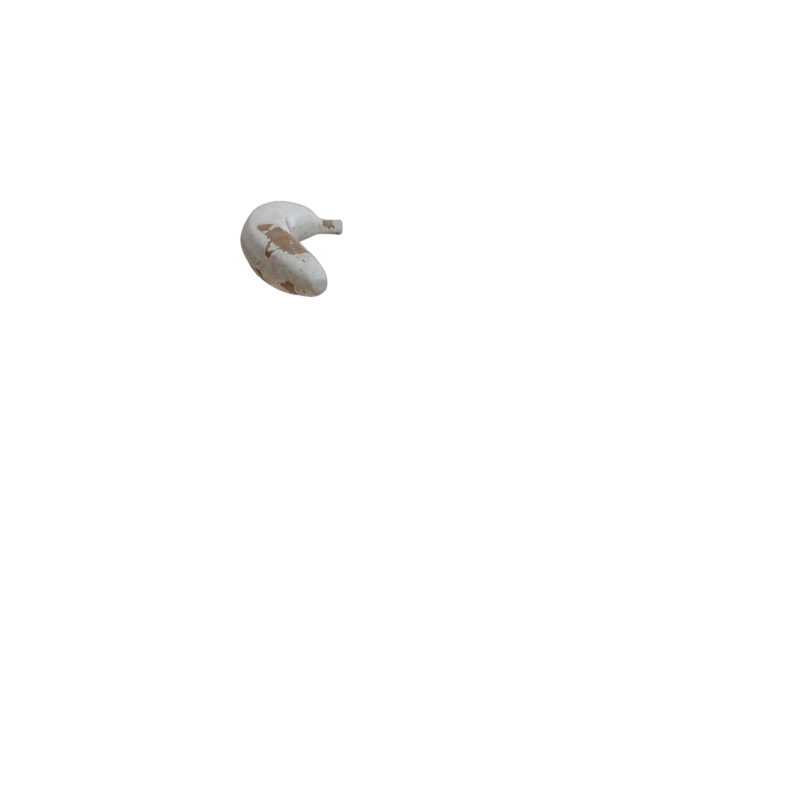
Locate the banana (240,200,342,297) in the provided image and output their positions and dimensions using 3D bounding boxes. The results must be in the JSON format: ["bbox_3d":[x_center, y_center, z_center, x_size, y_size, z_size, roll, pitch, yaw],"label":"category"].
[{"bbox_3d":[-0.079,-0.113,0.784,0.070,0.035,0.205,1,21,1],"label":"banana"}]
